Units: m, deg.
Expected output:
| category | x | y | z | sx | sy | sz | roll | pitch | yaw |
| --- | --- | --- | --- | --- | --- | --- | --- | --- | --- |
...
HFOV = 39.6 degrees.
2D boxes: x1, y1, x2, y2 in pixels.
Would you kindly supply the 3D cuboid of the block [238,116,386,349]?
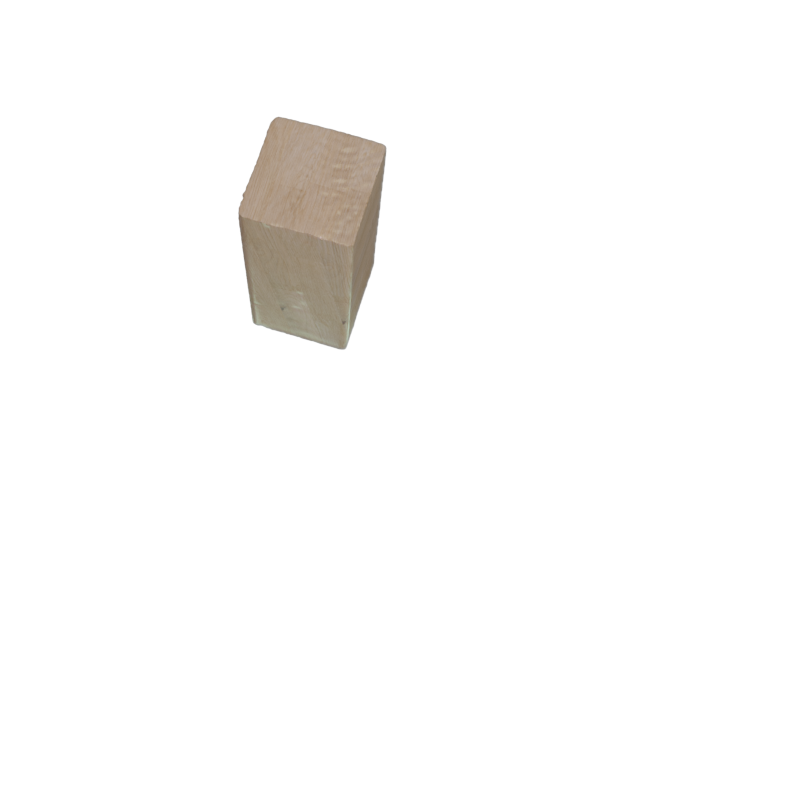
| category | x | y | z | sx | sy | sz | roll | pitch | yaw |
| --- | --- | --- | --- | --- | --- | --- | --- | --- | --- |
| block | -0.071 | -0.128 | 0.894 | 0.091 | 0.094 | 0.196 | 16 | -20 | 2 |
